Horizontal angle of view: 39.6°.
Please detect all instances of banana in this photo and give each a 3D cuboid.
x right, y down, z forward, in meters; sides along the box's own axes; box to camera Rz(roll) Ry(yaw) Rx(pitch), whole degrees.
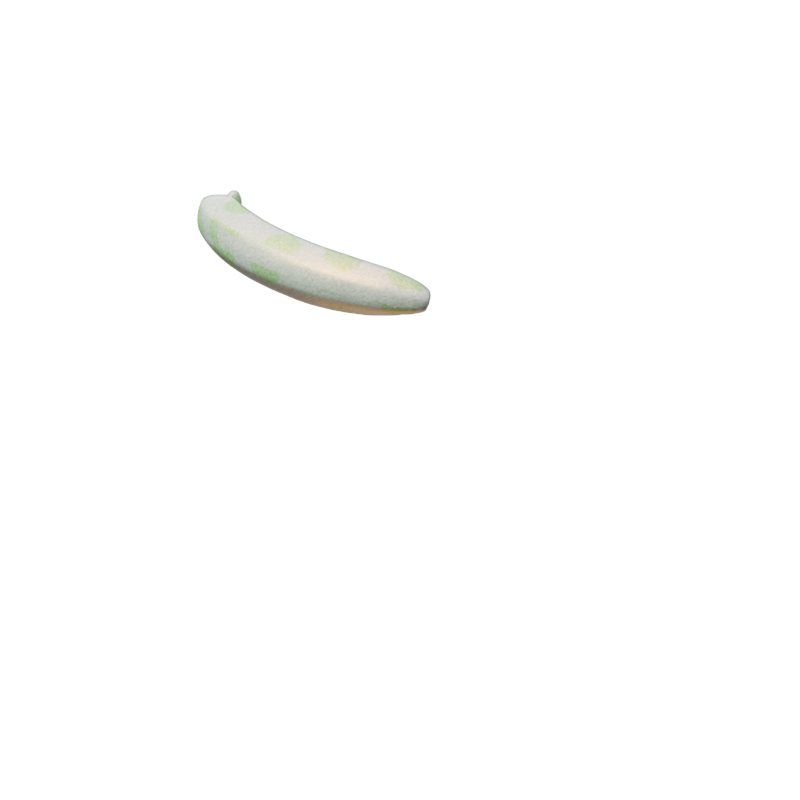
[{"bbox_3d":[-0.072,-0.097,0.715,0.069,0.034,0.212,-28,45,-33],"label":"banana"}]
